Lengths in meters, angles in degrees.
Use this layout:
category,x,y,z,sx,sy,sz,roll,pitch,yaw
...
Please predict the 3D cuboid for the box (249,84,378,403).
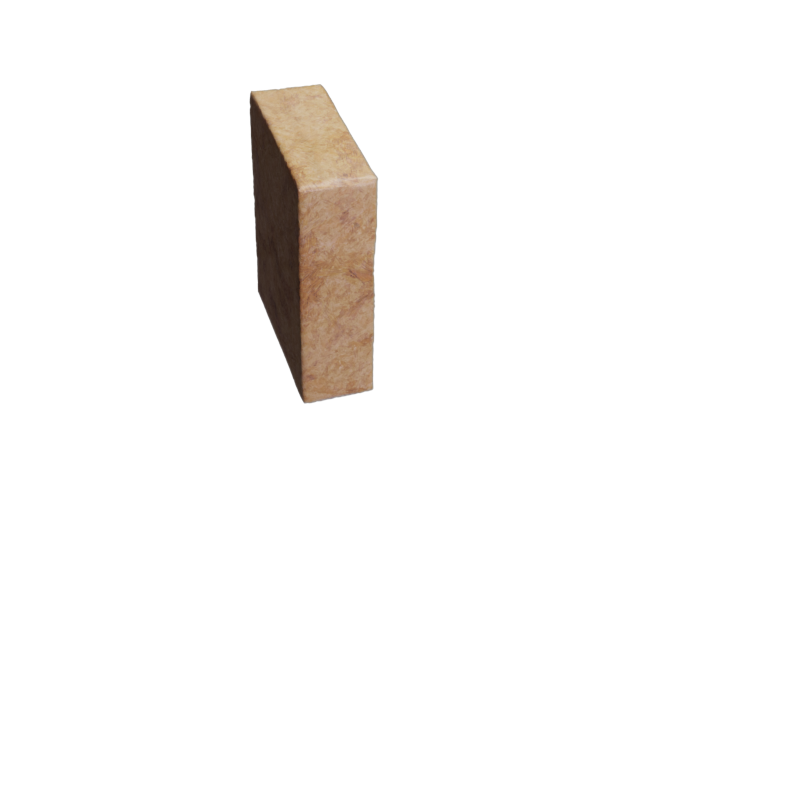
category,x,y,z,sx,sy,sz,roll,pitch,yaw
box,-0.073,-0.132,0.928,0.071,0.200,0.178,-9,40,-15
